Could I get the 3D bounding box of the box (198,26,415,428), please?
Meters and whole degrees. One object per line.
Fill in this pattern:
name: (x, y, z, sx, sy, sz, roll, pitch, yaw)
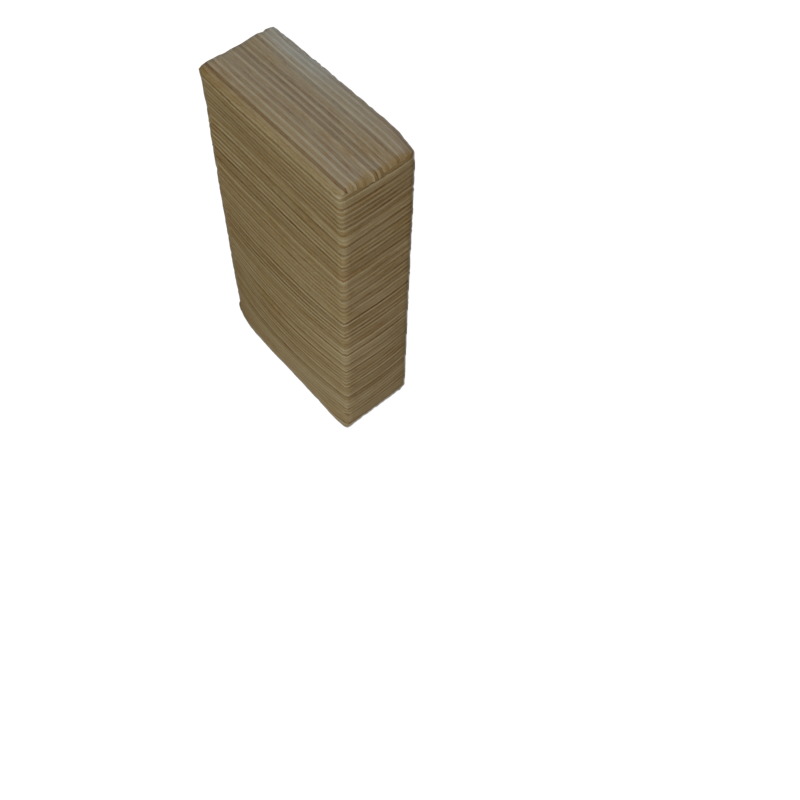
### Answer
box: (-0.038, -0.071, 0.496, 0.048, 0.099, 0.165, -33, -26, -23)
